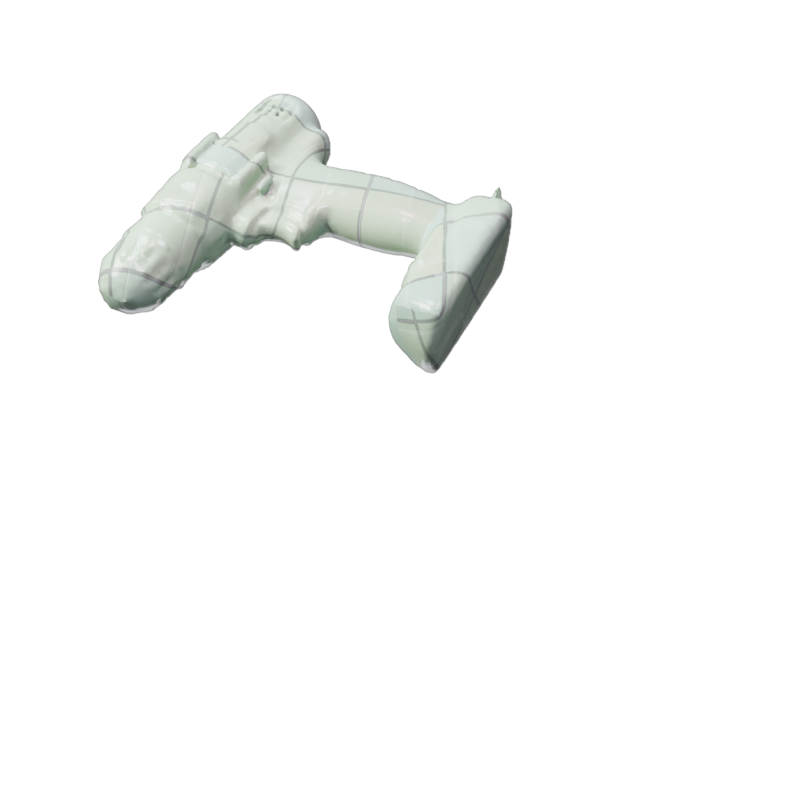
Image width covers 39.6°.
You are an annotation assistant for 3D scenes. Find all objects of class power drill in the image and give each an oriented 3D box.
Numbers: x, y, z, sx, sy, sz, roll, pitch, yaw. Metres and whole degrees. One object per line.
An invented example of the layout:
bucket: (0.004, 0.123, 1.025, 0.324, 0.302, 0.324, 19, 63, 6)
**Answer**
power drill: (-0.048, -0.087, 0.611, 0.195, 0.190, 0.053, 24, -36, 19)
